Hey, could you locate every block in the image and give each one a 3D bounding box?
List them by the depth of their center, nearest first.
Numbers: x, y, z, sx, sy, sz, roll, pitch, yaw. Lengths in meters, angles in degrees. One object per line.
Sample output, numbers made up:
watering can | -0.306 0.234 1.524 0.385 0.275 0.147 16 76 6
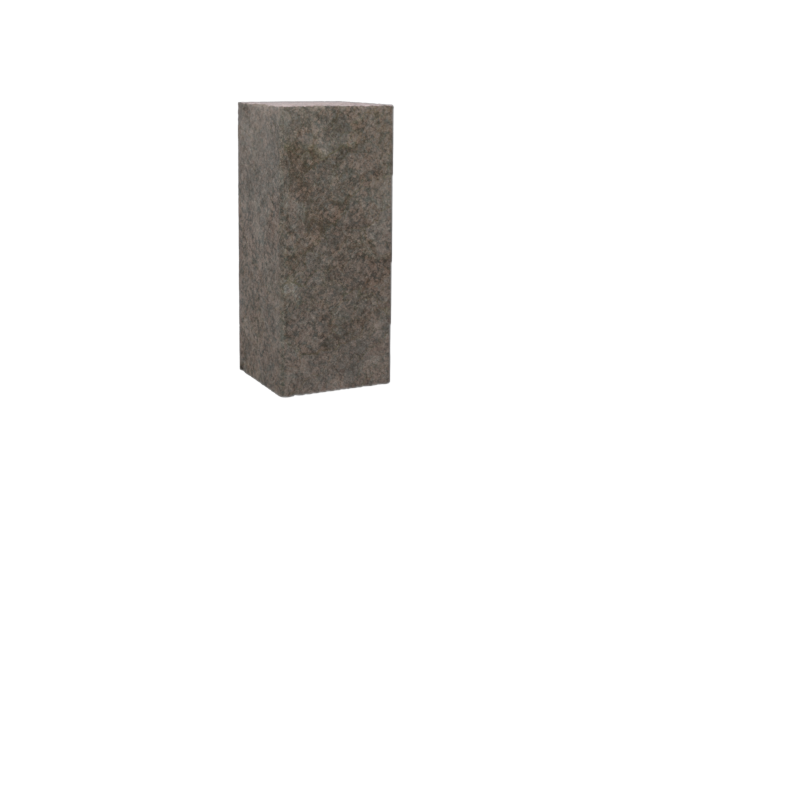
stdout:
block | -0.065 -0.118 0.827 0.088 0.201 0.095 -5 12 -27
